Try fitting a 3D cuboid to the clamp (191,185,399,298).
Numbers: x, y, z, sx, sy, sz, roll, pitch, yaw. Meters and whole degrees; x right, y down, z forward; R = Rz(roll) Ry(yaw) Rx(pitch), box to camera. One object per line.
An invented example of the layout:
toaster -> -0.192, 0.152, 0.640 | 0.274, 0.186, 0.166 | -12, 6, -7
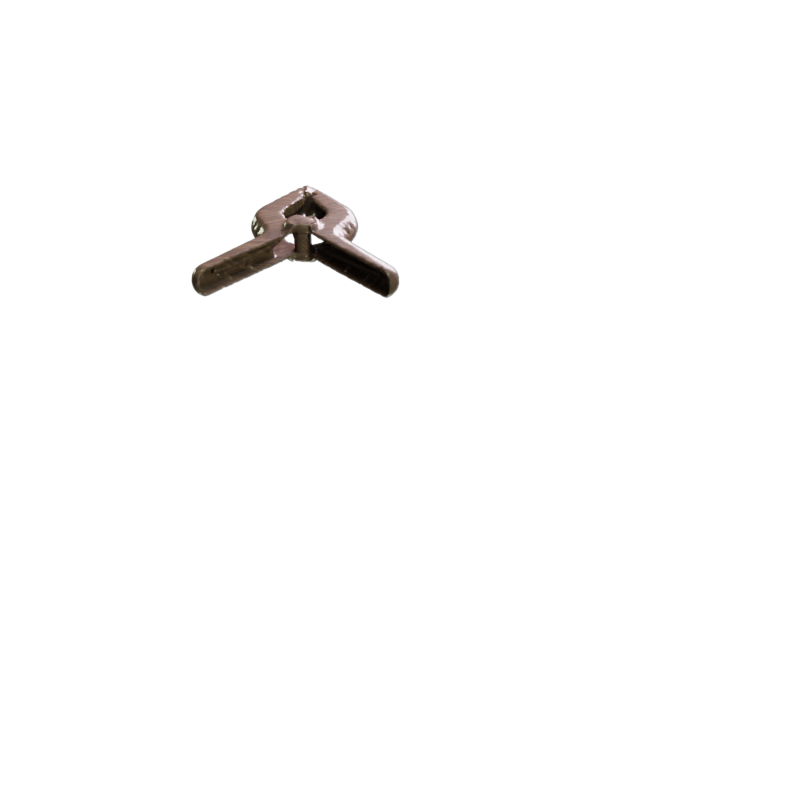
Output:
clamp -> -0.075, -0.137, 0.958 | 0.166, 0.034, 0.219 | 4, 29, 7
